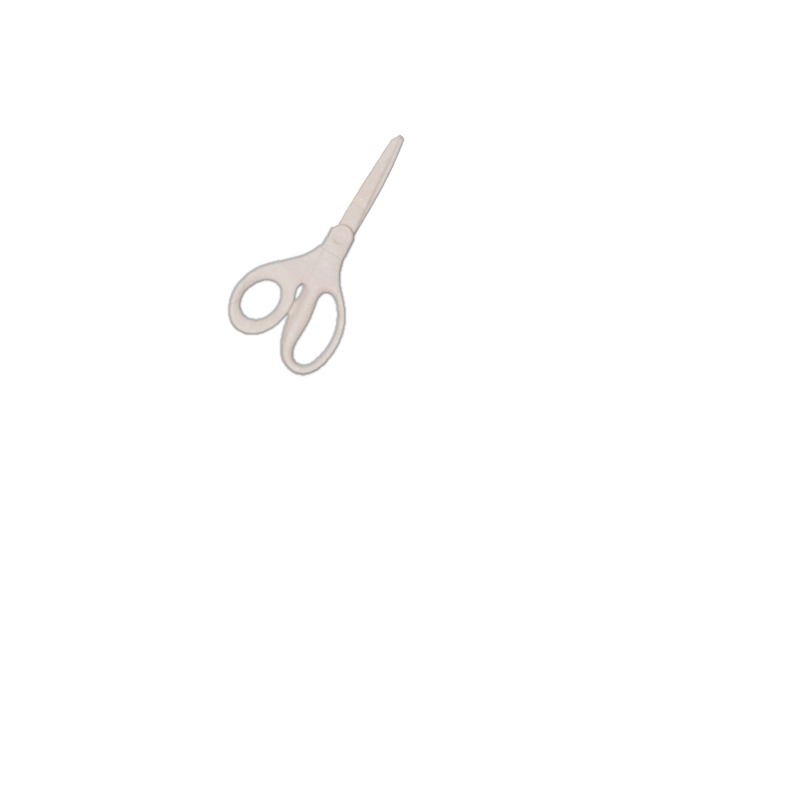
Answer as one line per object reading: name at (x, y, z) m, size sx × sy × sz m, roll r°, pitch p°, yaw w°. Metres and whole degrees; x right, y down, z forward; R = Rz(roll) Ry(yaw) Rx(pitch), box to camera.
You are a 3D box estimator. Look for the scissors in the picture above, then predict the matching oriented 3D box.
scissors at (-0.066, -0.120, 0.839) m, size 0.097 × 0.208 × 0.015 m, roll 12°, pitch -17°, yaw 4°
